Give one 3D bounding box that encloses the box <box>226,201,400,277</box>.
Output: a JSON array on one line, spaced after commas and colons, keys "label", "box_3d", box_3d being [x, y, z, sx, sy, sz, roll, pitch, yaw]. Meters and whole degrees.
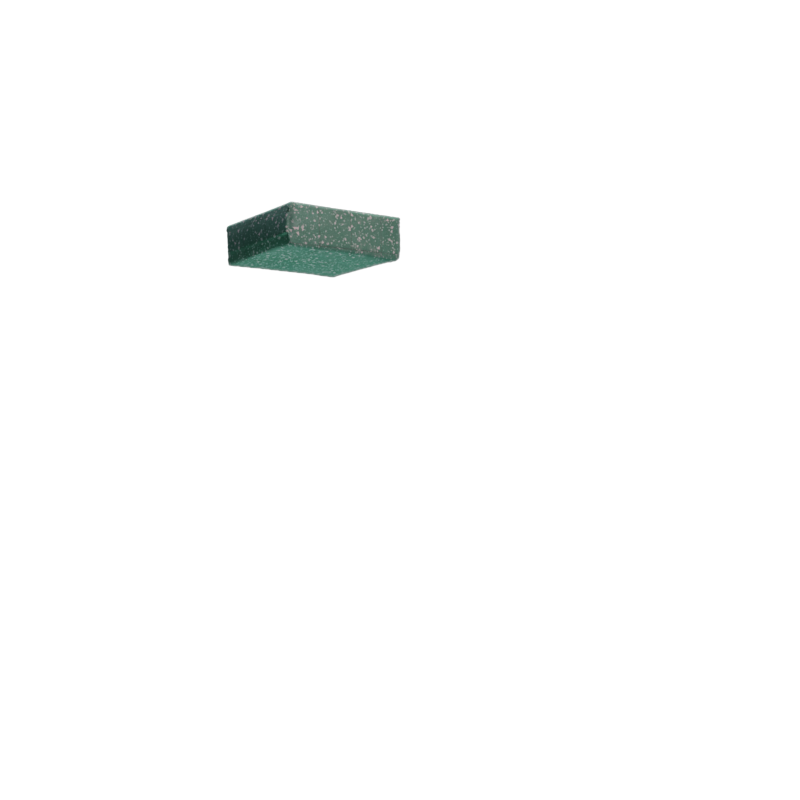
[{"label": "box", "box_3d": [-0.070, -0.127, 0.891, 0.108, 0.040, 0.092, 5, -8, -39]}]
